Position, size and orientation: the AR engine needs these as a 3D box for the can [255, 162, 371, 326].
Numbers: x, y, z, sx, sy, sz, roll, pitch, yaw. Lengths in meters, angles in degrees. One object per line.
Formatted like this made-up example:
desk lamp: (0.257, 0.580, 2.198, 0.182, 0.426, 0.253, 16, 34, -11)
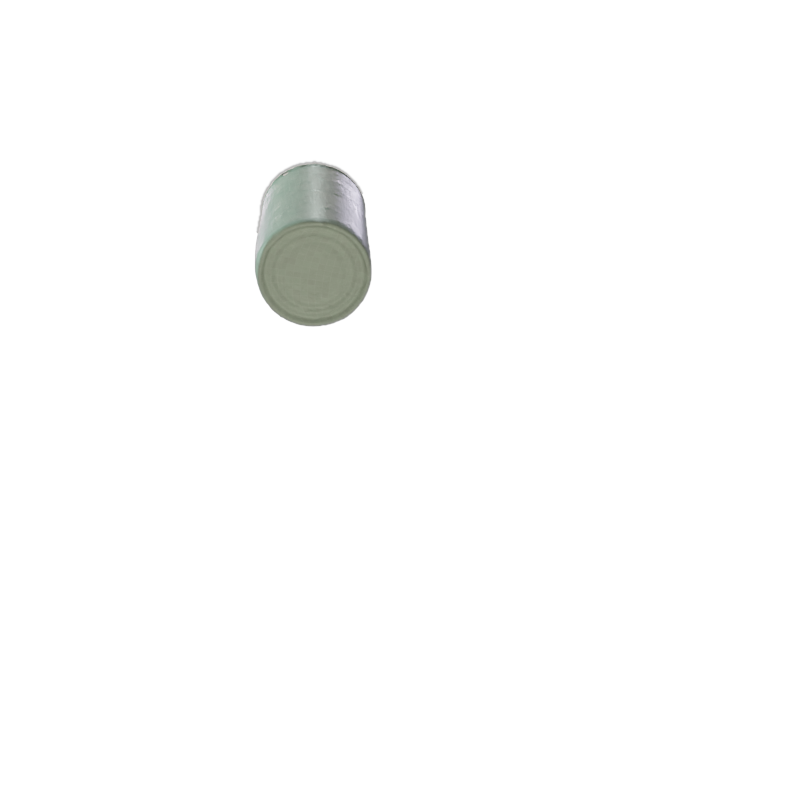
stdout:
can: (-0.053, -0.096, 0.673, 0.068, 0.065, 0.108, 0, 27, -3)
